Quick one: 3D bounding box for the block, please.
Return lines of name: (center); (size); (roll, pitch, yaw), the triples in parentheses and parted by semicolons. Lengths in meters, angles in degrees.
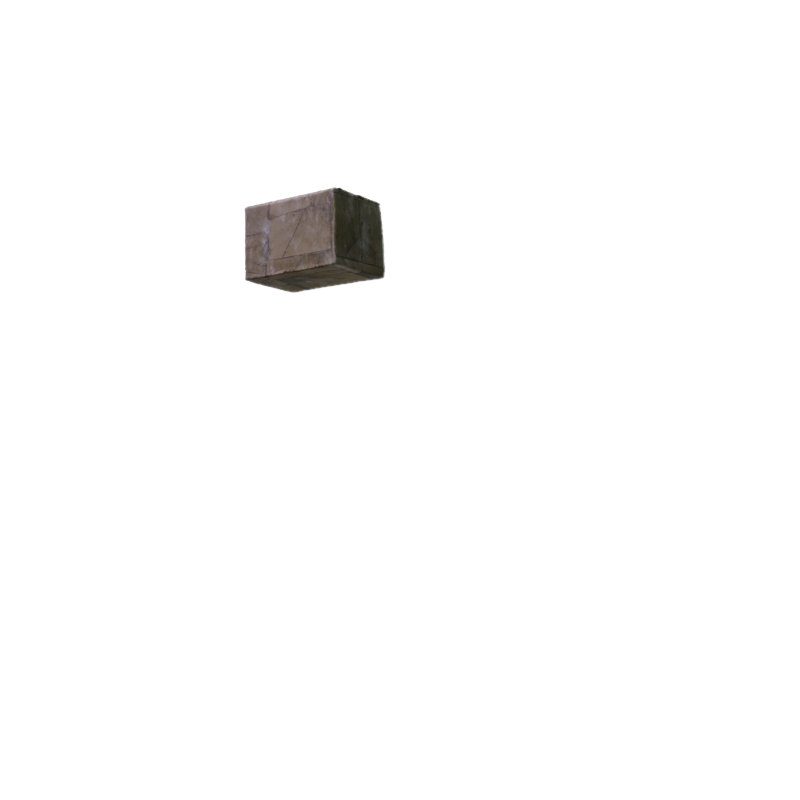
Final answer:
block: (-0.057, -0.103, 0.722); (0.080, 0.053, 0.050); (-6, -11, 34)
